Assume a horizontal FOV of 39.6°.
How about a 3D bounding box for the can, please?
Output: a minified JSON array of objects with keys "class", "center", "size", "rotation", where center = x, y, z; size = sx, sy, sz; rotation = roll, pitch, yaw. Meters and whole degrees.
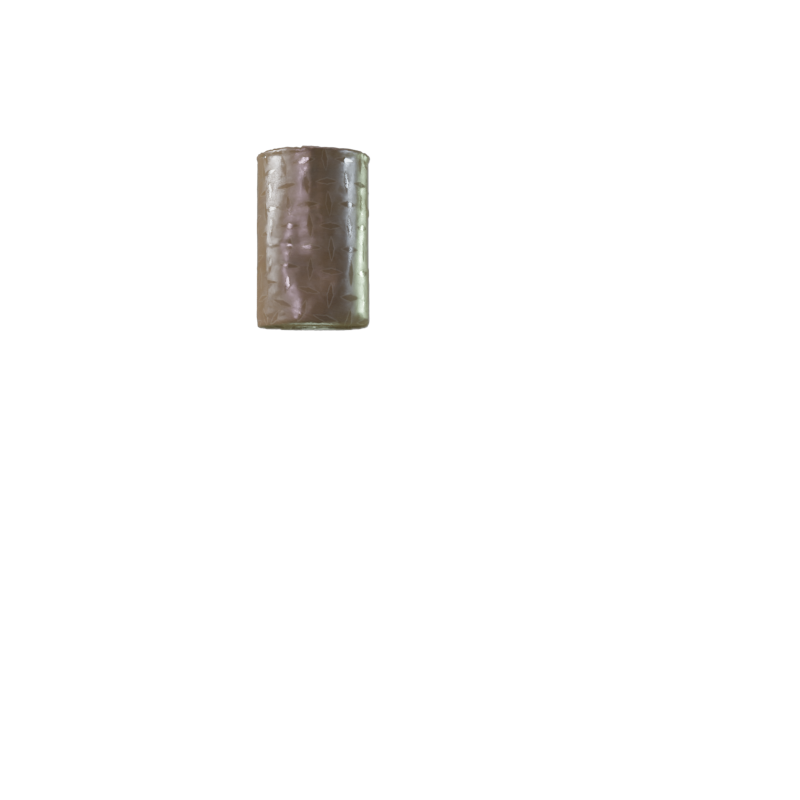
[{"class":"can","center":[-0.051,-0.094,0.656],"size":[0.068,0.104,0.068],"rotation":[0,-5,-2]}]
